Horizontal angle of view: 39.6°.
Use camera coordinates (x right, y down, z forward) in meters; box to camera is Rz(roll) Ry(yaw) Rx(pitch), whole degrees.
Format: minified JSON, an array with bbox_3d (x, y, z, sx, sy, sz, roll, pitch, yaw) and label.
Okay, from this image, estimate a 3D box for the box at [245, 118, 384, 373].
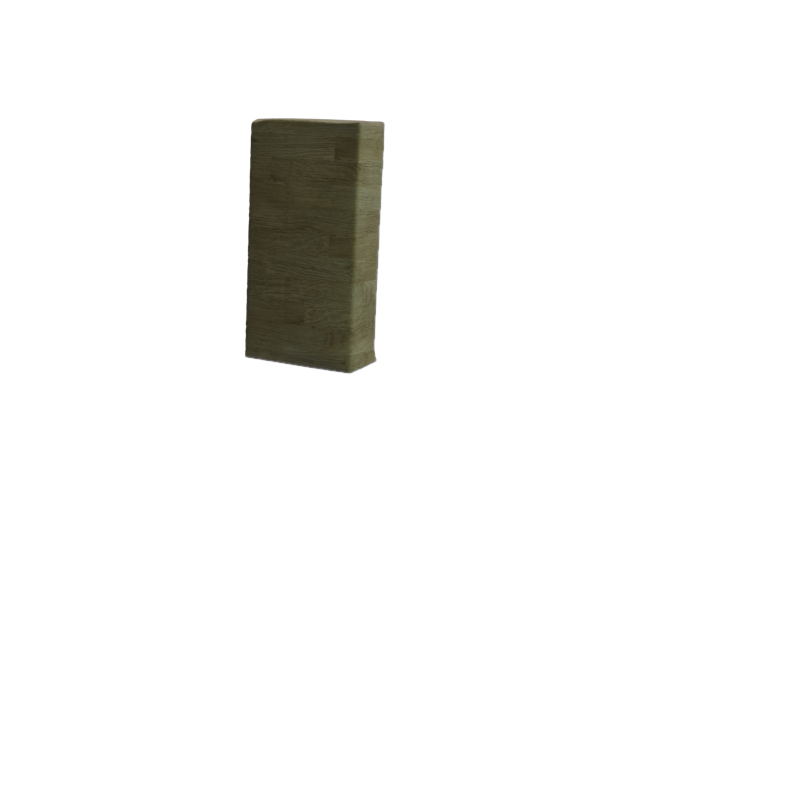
[{"bbox_3d":[-0.063,-0.114,0.798,0.097,0.173,0.047,6,10,28],"label":"box"}]
